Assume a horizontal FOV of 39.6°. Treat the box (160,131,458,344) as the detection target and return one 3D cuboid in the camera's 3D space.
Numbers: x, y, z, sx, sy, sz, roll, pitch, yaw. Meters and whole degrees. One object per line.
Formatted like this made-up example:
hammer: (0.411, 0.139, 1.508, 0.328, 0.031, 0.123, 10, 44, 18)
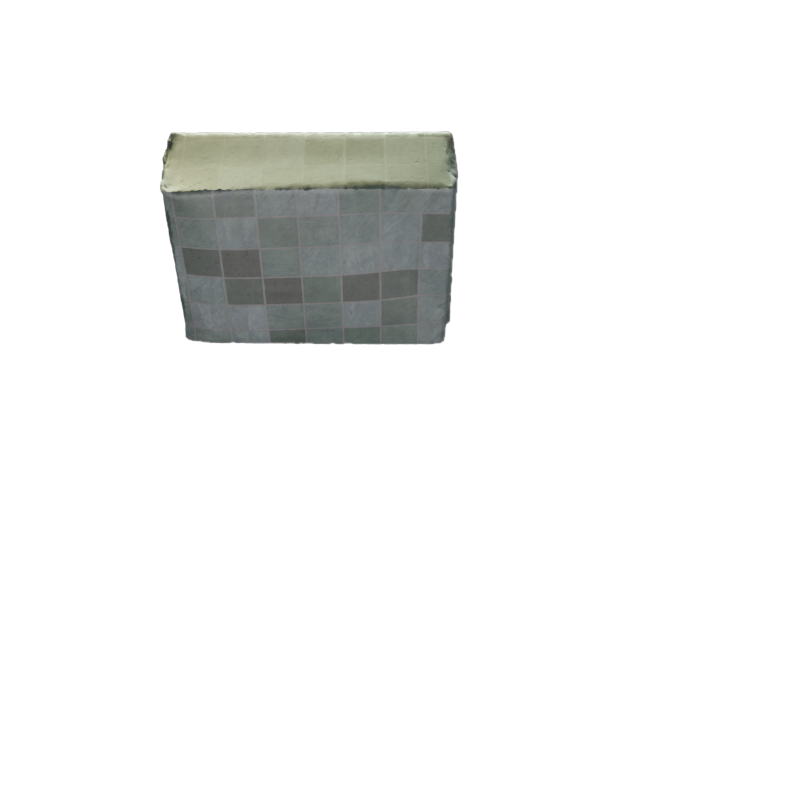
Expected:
box: (-0.035, -0.064, 0.448, 0.113, 0.042, 0.084, -1, -42, 0)
